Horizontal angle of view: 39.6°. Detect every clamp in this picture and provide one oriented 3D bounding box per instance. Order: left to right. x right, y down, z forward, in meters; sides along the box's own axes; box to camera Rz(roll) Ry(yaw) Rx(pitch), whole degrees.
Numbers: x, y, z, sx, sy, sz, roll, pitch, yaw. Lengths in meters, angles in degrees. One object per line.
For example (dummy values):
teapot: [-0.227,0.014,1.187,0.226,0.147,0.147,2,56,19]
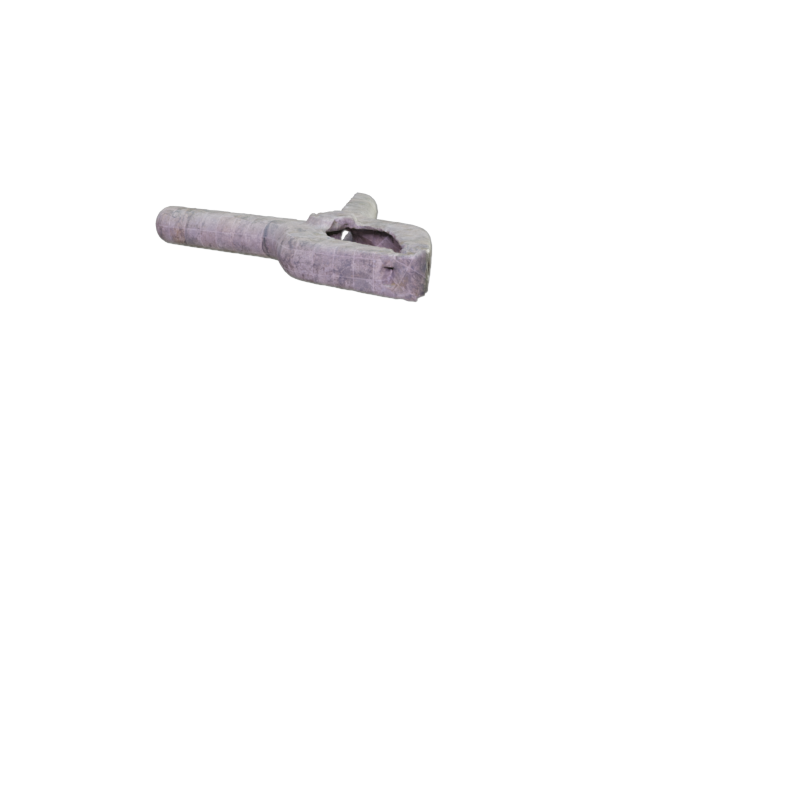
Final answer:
clamp: [-0.054,-0.099,0.691,0.161,0.035,0.222,-8,21,-22]
